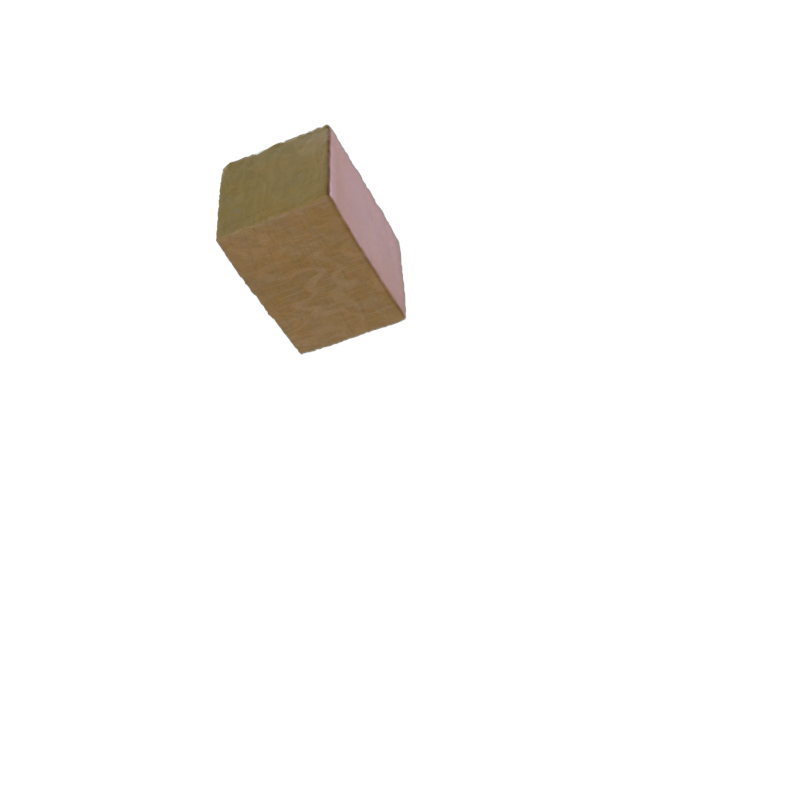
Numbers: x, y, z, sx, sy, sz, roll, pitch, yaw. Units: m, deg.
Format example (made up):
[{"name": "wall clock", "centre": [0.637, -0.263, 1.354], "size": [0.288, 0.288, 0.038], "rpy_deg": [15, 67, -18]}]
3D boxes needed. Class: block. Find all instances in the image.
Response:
[{"name": "block", "centre": [-0.037, -0.068, 0.474], "size": [0.053, 0.055, 0.072], "rpy_deg": [-19, -47, 16]}]
